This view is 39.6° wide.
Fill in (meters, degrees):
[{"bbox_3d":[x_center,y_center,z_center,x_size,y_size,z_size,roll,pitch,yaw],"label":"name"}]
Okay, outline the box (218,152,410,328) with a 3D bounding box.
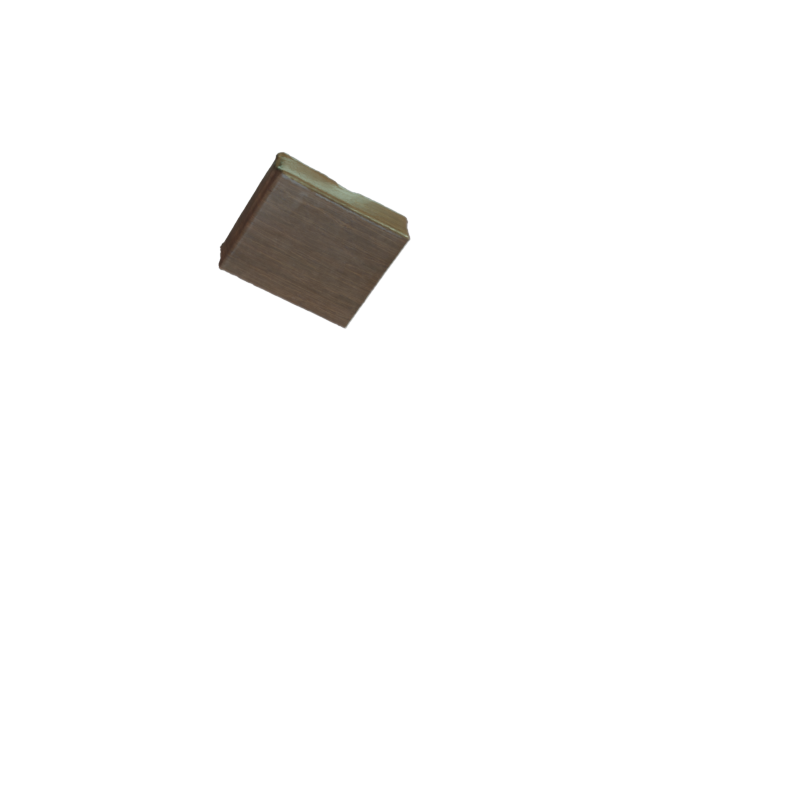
[{"bbox_3d":[-0.051,-0.092,0.646,0.086,0.071,0.032,27,28,-16],"label":"box"}]
